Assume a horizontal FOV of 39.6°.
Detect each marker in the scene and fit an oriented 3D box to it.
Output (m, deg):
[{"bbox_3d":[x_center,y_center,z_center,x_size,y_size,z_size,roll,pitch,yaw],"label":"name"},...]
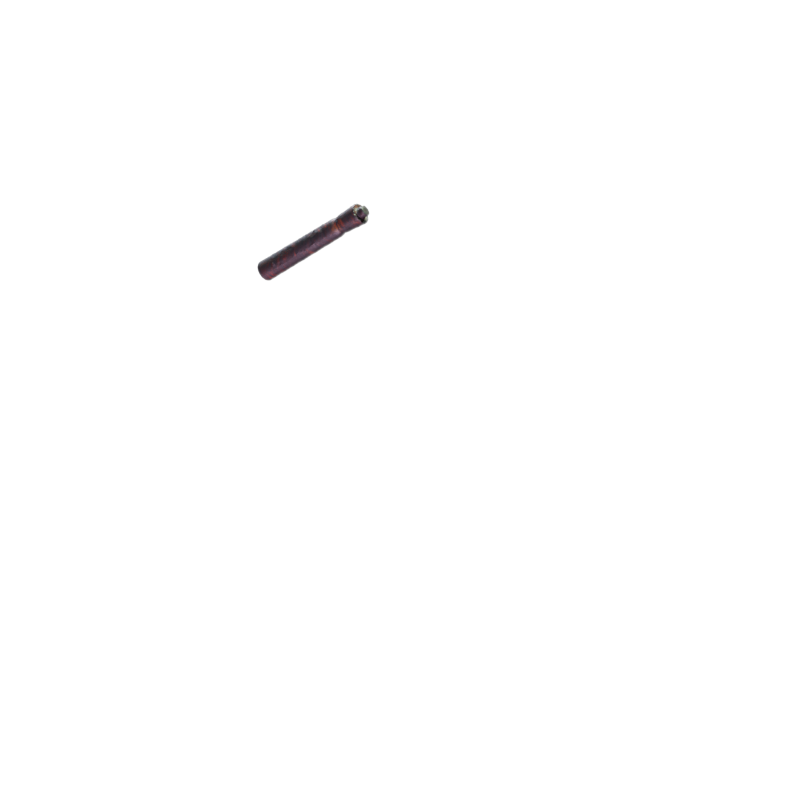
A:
[{"bbox_3d":[-0.074,-0.136,0.949,0.121,0.020,0.019,-25,-11,33],"label":"marker"}]
